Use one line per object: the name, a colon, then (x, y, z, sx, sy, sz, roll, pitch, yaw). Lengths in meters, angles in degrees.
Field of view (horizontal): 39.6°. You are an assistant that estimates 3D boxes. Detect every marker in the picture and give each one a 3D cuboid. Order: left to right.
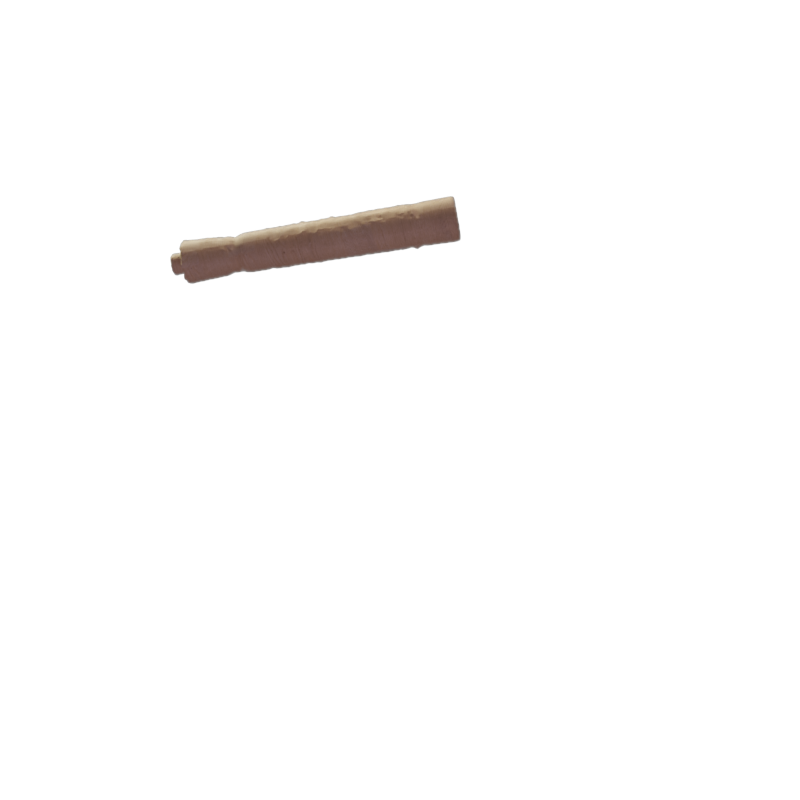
marker: (-0.036, -0.066, 0.462, 0.122, 0.020, 0.020, -8, 3, 7)
